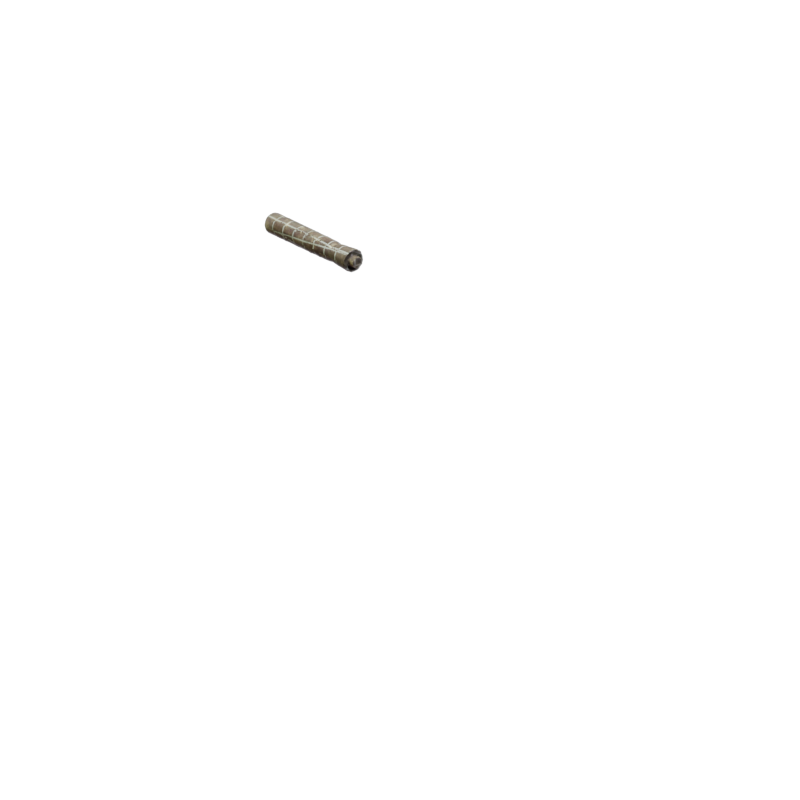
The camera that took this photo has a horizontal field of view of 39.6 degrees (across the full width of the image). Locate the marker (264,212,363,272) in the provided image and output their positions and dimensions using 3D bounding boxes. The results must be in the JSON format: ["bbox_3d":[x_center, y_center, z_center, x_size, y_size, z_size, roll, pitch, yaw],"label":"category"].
[{"bbox_3d":[-0.071,-0.129,0.907,0.019,0.019,0.129,-3,23,-38],"label":"marker"}]
